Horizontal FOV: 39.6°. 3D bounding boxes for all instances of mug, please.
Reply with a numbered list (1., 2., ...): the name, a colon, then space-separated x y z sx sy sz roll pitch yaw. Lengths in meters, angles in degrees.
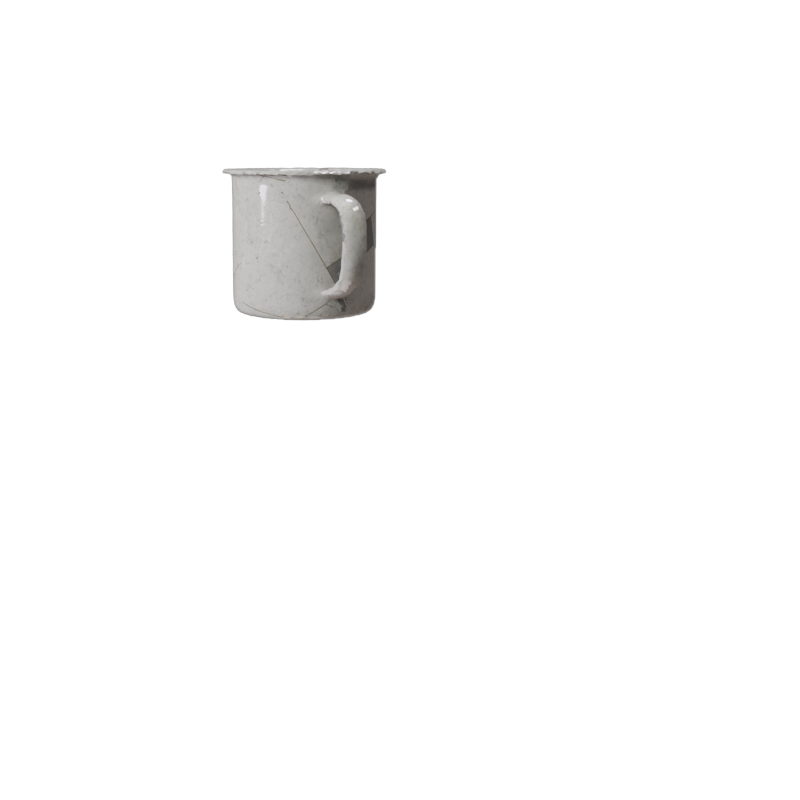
1. mug: -0.049 -0.089 0.621 0.091 0.080 0.123 -5 11 -28
